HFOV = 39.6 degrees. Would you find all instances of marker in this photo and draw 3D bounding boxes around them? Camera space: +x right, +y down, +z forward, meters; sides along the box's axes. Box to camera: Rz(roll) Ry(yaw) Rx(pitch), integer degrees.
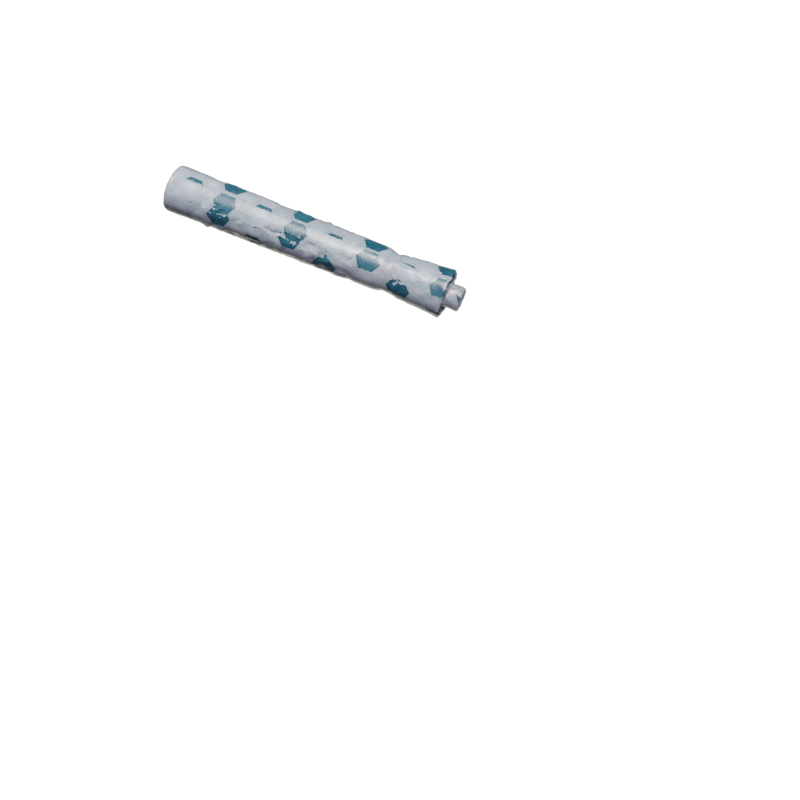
[{"bbox_3d":[-0.033,-0.060,0.422,0.124,0.019,0.019,23,8,13],"label":"marker"}]
